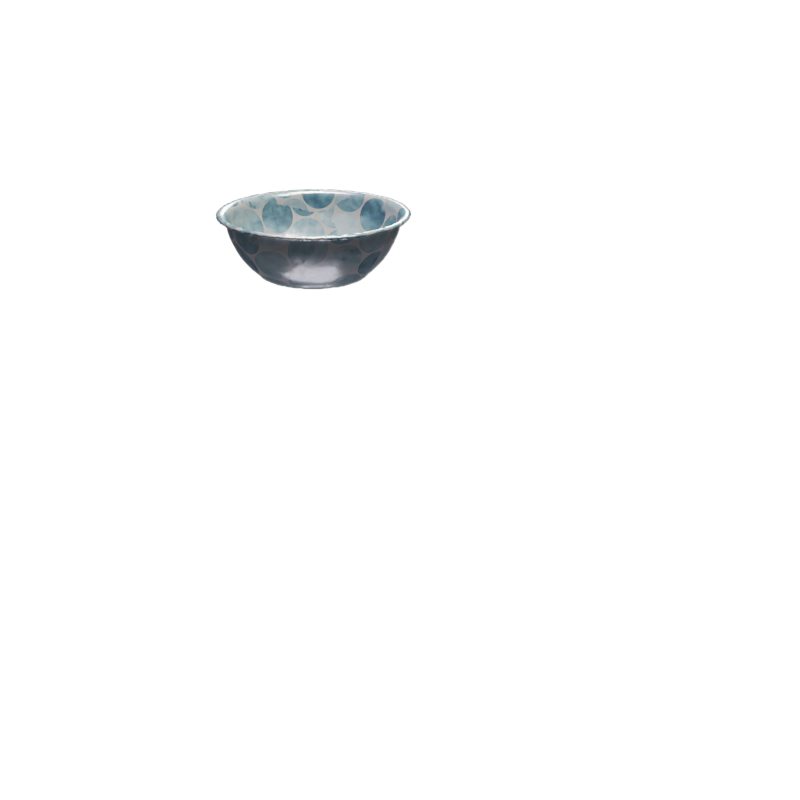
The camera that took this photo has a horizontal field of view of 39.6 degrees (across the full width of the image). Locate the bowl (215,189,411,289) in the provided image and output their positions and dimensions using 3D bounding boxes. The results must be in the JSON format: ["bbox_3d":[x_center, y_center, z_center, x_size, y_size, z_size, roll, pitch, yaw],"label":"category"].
[{"bbox_3d":[-0.073,-0.132,0.928,0.162,0.053,0.170,-1,22,-2],"label":"bowl"}]
